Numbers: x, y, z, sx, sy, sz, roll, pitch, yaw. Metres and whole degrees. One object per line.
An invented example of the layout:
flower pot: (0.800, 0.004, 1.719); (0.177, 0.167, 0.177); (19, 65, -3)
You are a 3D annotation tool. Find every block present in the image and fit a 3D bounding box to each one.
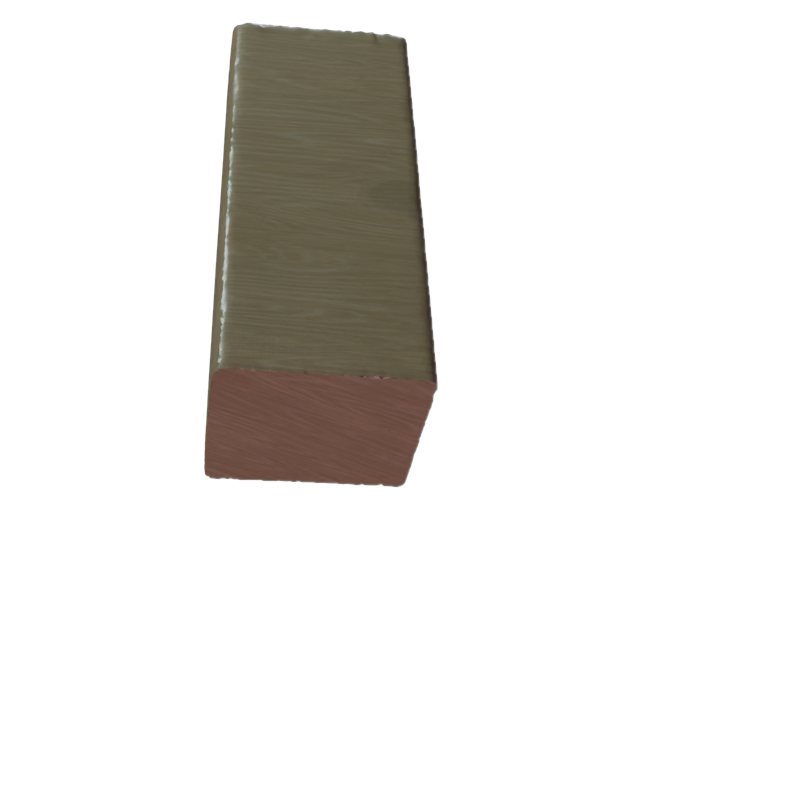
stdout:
block: (-0.041, -0.075, 0.523); (0.090, 0.221, 0.085); (3, -37, -8)
